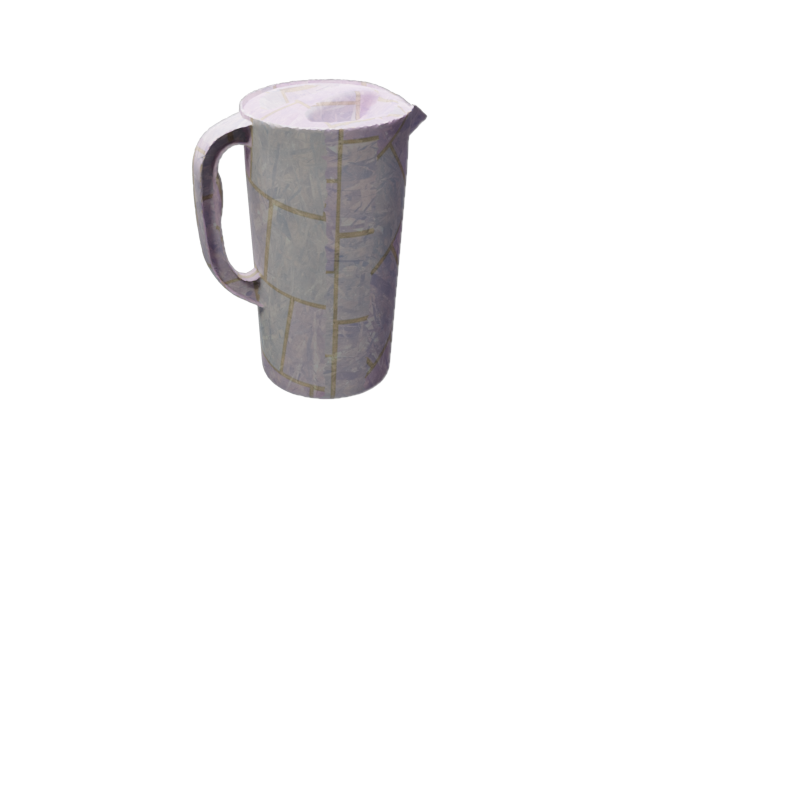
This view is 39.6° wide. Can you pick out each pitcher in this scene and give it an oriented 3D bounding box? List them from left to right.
[{"bbox_3d":[-0.069,-0.126,0.885,0.154,0.230,0.148,10,27,17],"label":"pitcher"}]
